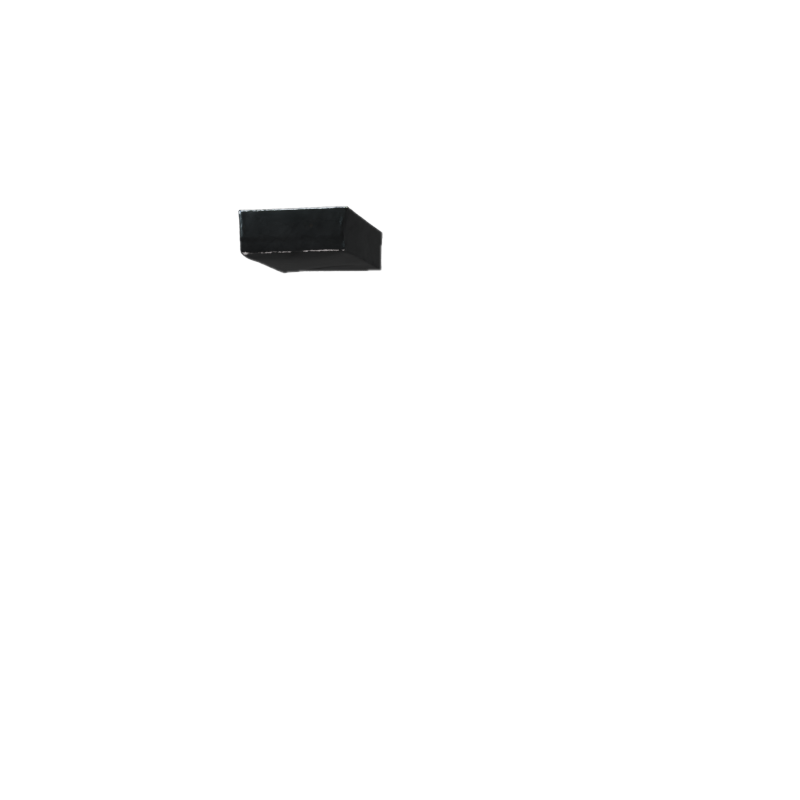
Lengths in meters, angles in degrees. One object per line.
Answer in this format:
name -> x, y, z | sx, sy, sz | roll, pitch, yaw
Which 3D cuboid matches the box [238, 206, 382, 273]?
box -> -0.070, -0.128, 0.896 | 0.092, 0.039, 0.110 | -1, -1, 15
